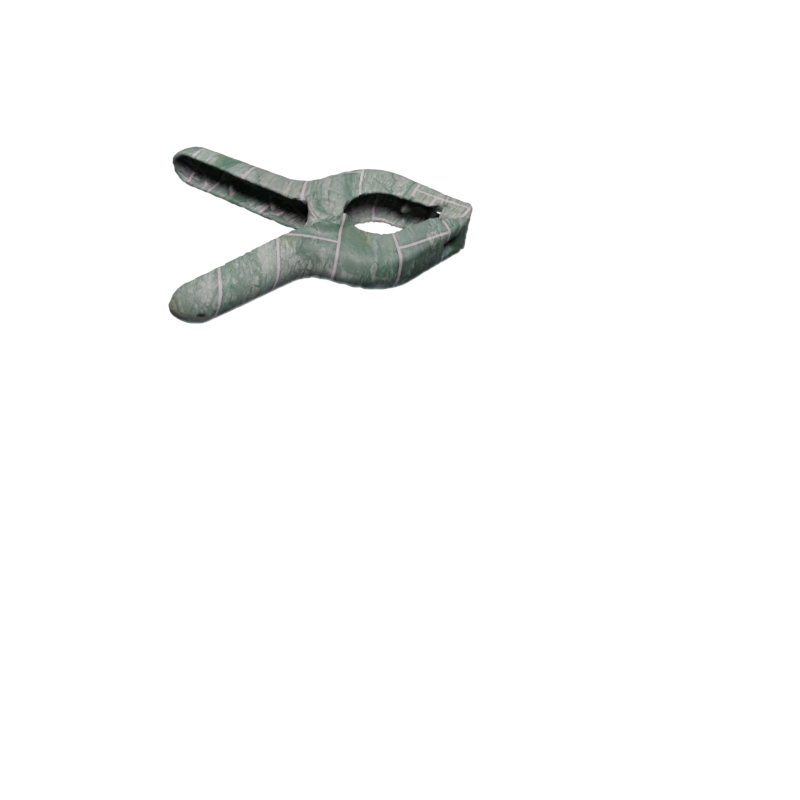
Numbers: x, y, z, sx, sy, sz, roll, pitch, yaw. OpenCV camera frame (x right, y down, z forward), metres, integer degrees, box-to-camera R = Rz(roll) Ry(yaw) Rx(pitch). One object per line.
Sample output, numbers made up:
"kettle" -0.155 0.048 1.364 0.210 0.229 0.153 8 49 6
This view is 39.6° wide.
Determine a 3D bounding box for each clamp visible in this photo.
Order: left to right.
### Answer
"clamp" -0.047 -0.086 0.603 0.172 0.128 0.037 4 -34 2
